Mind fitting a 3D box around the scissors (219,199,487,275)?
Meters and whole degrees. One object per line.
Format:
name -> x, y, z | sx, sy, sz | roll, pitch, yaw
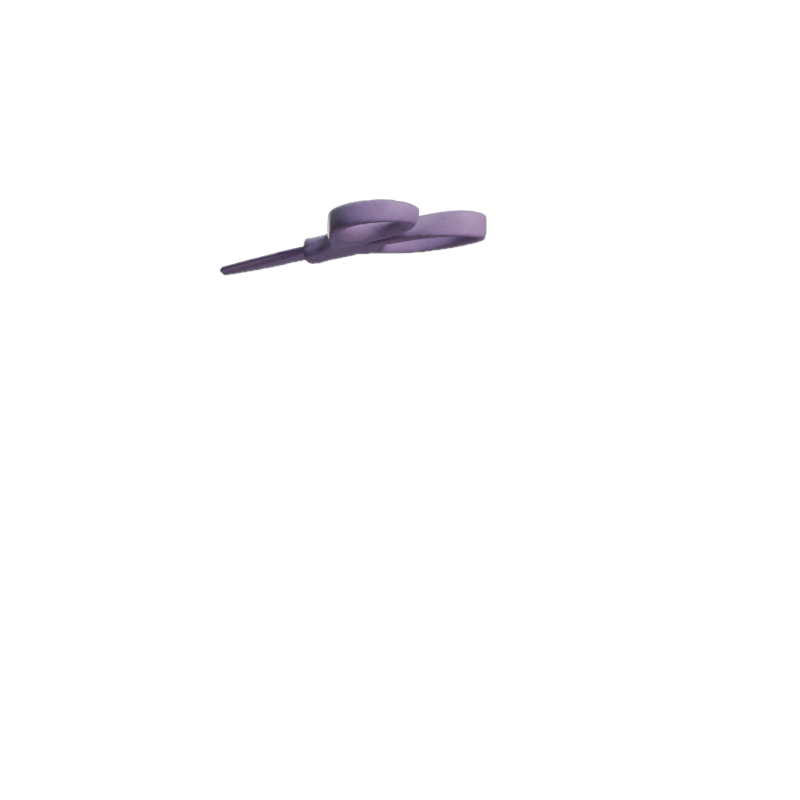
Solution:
scissors -> -0.050, -0.092, 0.642 | 0.207, 0.016, 0.091 | -3, -6, 30
